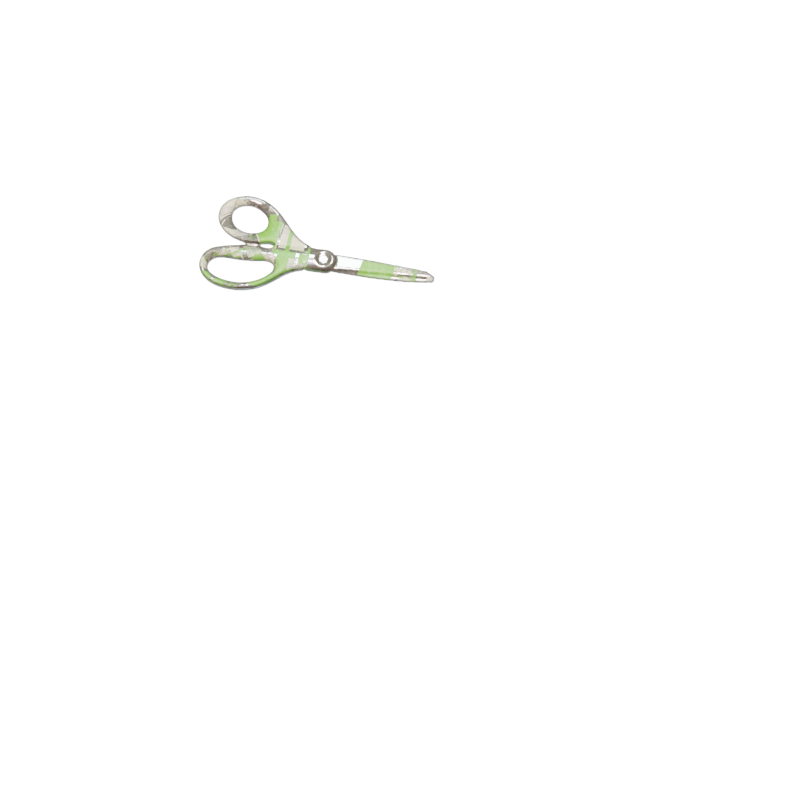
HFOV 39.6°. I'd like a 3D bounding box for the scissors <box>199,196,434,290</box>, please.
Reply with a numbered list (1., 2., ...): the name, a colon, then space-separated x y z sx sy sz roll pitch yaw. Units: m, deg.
1. scissors: -0.076 -0.139 0.975 0.201 0.101 0.015 -6 -22 -2
